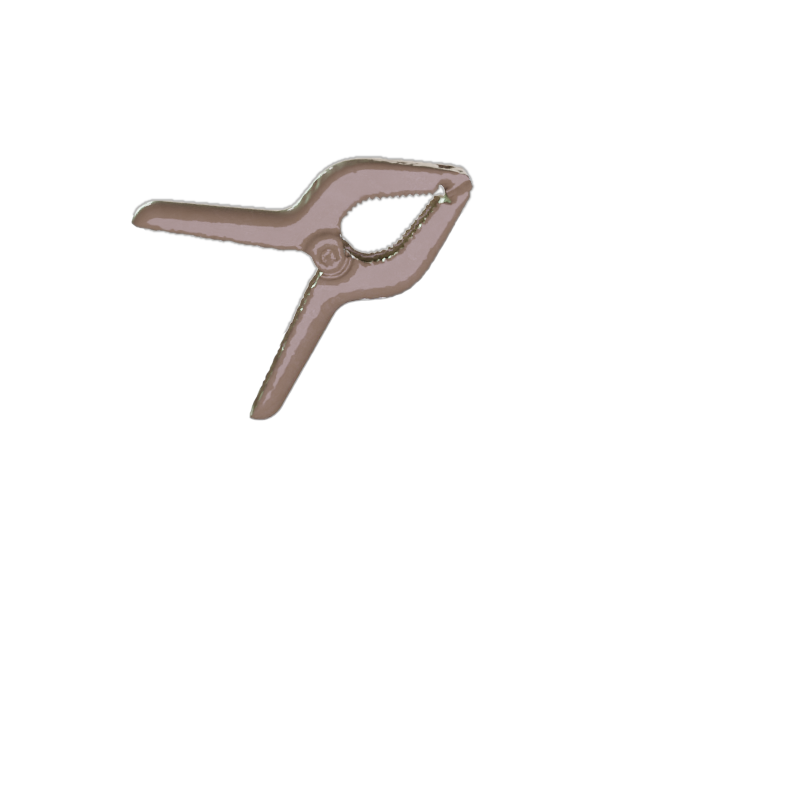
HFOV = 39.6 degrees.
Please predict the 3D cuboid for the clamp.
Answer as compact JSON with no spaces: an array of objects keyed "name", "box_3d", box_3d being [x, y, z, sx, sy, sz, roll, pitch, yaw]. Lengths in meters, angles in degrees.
[{"name":"clamp","box_3d":[-0.055,-0.101,0.709,0.209,0.158,0.038,-33,15,10]}]
